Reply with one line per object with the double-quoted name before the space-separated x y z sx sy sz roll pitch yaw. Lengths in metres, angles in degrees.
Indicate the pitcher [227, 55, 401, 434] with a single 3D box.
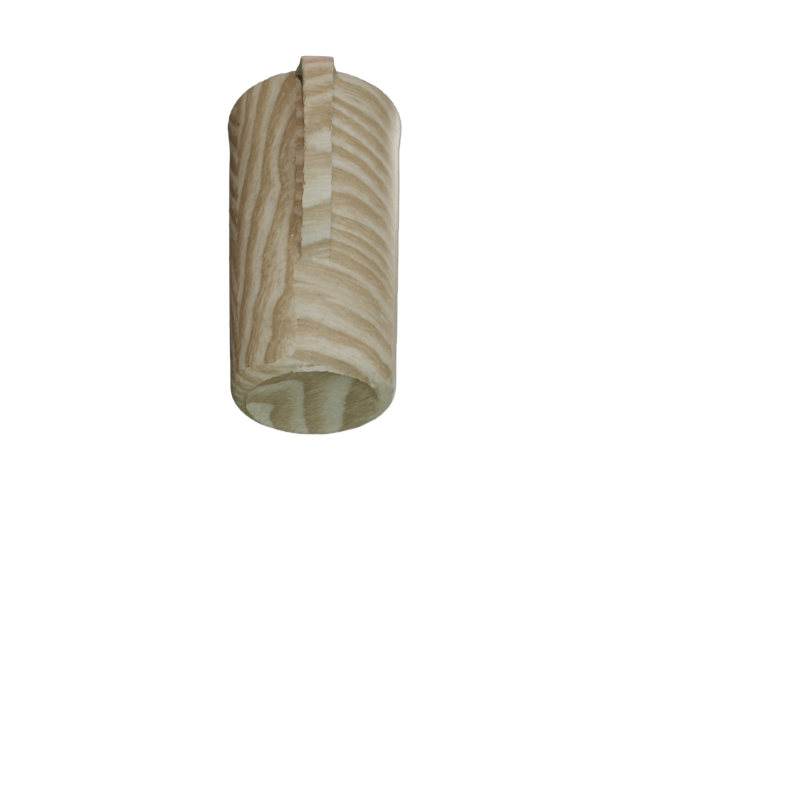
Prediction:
"pitcher" -0.061 -0.111 0.775 0.145 0.260 0.139 -26 -40 32
